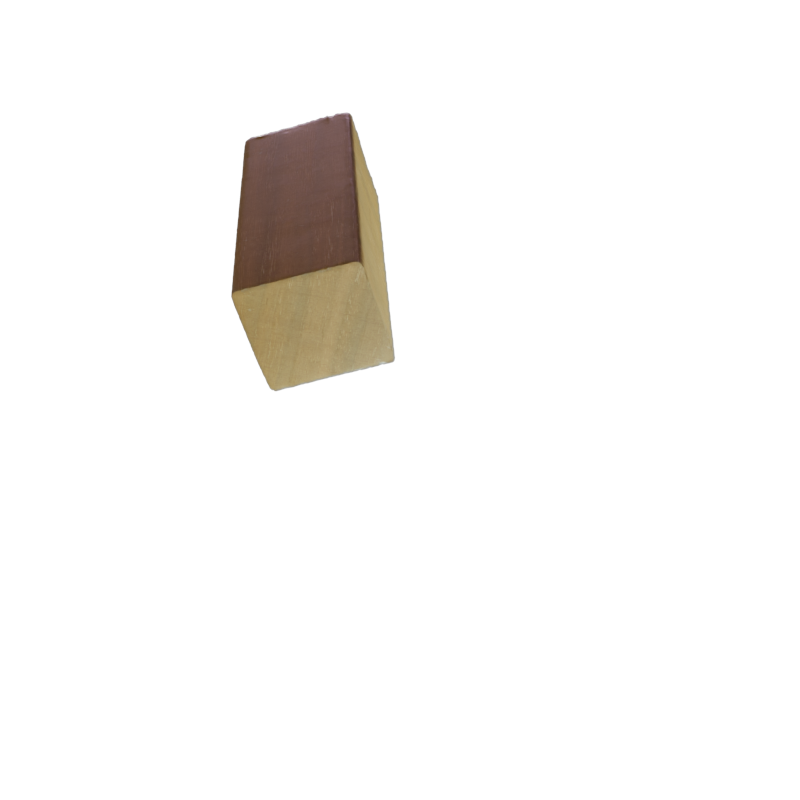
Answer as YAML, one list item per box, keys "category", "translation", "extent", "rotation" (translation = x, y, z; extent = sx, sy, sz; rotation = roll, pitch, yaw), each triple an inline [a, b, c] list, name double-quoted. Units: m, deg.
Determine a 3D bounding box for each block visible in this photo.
- category: "block"
  translation: [-0.064, -0.116, 0.812]
  extent: [0.091, 0.084, 0.221]
  rotation: [-14, 38, 7]
